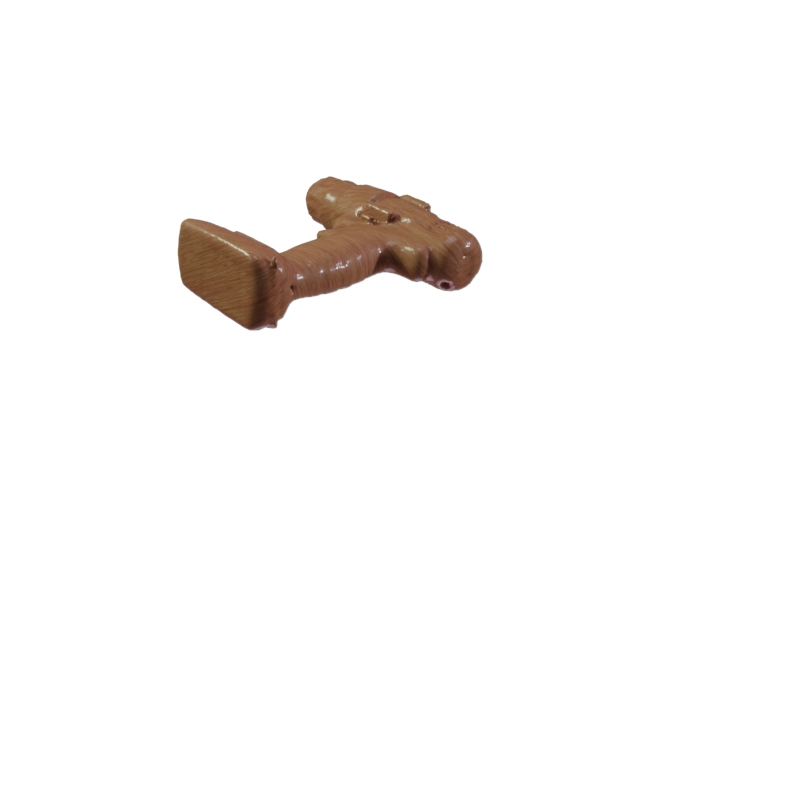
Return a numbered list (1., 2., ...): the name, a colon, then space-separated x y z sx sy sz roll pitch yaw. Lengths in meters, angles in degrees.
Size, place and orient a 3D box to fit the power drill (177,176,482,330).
1. power drill: -0.063 -0.115 0.806 0.184 0.054 0.197 -19 32 -33
